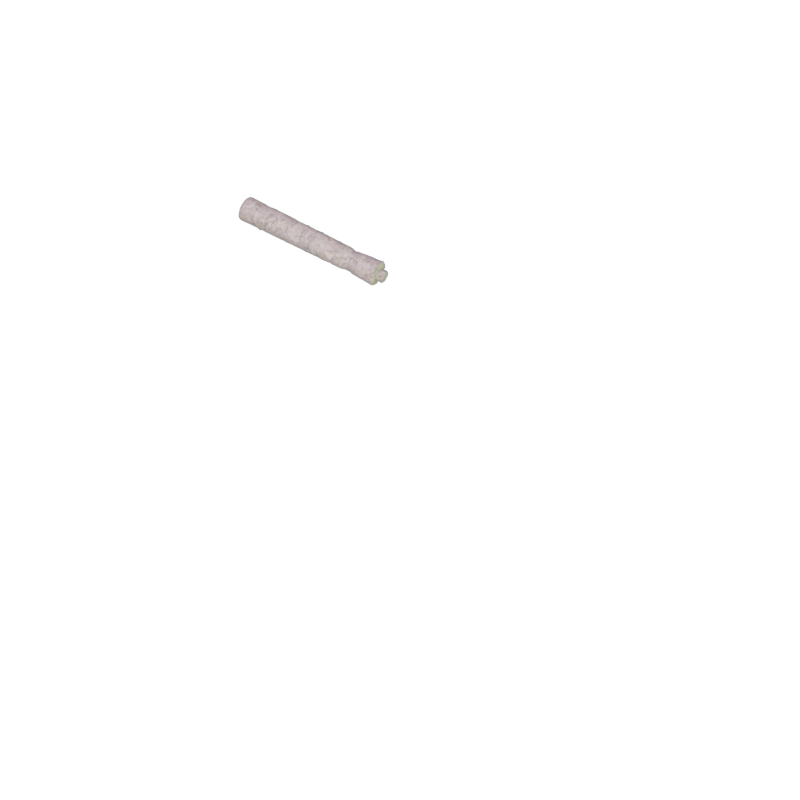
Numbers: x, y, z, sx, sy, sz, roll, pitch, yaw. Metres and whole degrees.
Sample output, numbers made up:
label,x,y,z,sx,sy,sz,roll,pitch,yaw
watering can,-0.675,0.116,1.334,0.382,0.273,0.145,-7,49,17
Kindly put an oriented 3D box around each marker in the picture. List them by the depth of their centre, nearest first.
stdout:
label,x,y,z,sx,sy,sz,roll,pitch,yaw
marker,-0.063,-0.115,0.803,0.126,0.019,0.019,28,13,20
